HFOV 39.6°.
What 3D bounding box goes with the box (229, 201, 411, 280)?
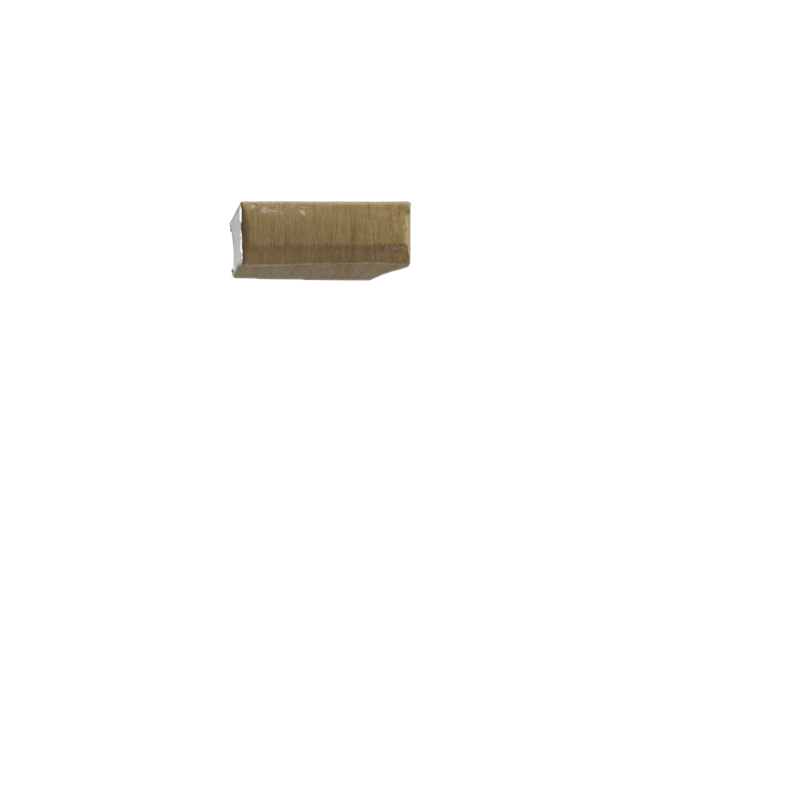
[{"bbox_3d":[-0.049,-0.089,0.621,0.089,0.039,0.114,0,1,-10],"label":"box"}]
